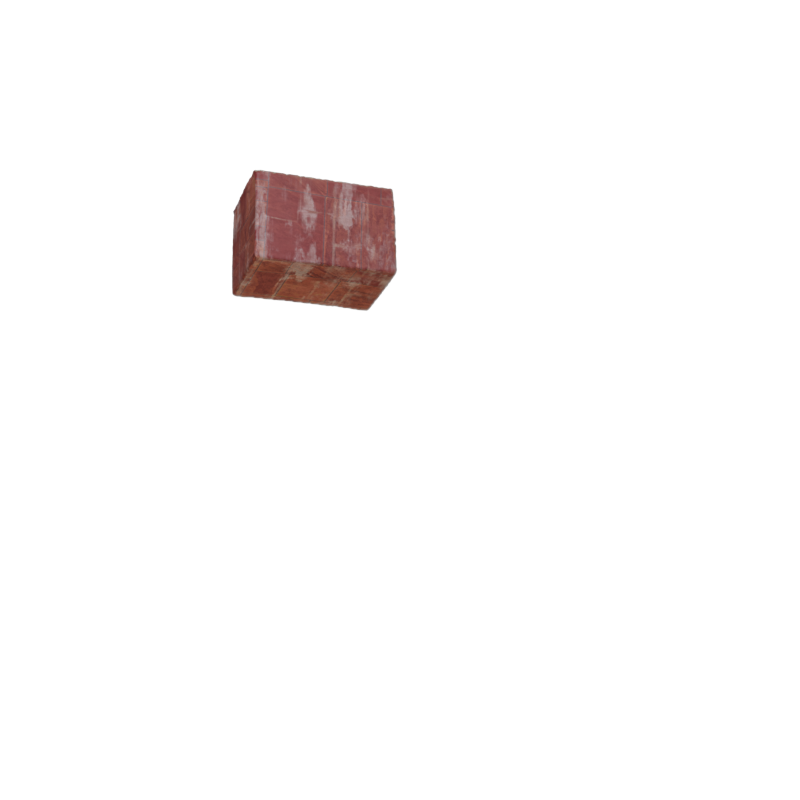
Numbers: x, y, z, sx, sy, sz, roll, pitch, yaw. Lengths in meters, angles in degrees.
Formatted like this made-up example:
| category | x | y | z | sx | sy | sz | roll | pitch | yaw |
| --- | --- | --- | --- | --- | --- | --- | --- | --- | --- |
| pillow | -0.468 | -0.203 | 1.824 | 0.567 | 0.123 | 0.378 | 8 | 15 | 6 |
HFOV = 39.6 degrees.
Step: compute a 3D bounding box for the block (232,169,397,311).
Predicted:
| category | x | y | z | sx | sy | sz | roll | pitch | yaw |
| --- | --- | --- | --- | --- | --- | --- | --- | --- | --- |
| block | -0.046 | -0.084 | 0.588 | 0.076 | 0.054 | 0.051 | 6 | -24 | -17 |
